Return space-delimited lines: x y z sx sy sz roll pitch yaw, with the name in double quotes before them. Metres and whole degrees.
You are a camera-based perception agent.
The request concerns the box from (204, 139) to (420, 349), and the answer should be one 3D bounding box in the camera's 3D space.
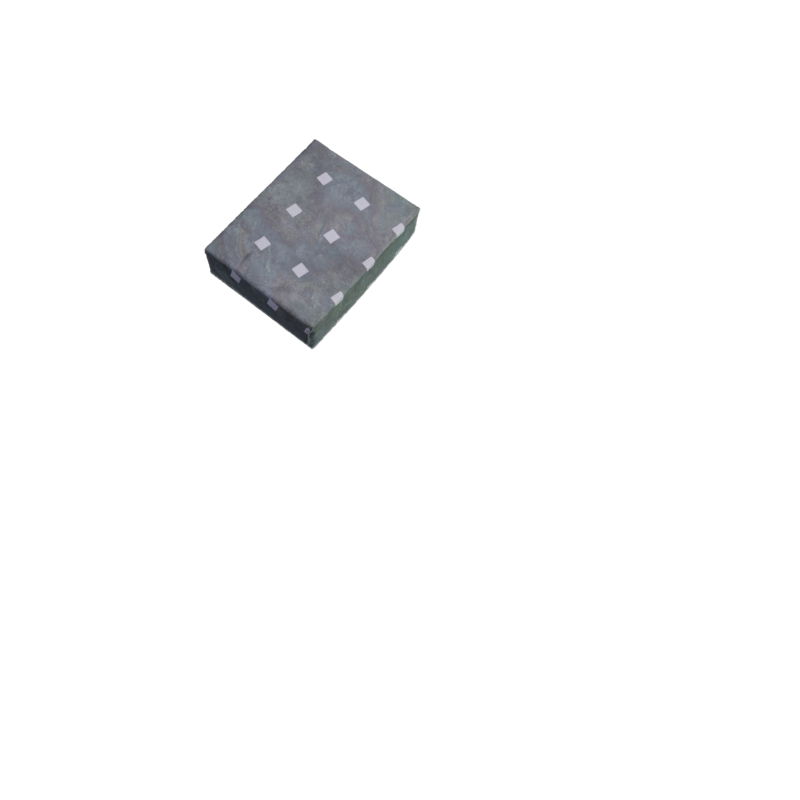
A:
"box" -0.056 -0.102 0.717 0.094 0.116 0.037 35 -24 17
